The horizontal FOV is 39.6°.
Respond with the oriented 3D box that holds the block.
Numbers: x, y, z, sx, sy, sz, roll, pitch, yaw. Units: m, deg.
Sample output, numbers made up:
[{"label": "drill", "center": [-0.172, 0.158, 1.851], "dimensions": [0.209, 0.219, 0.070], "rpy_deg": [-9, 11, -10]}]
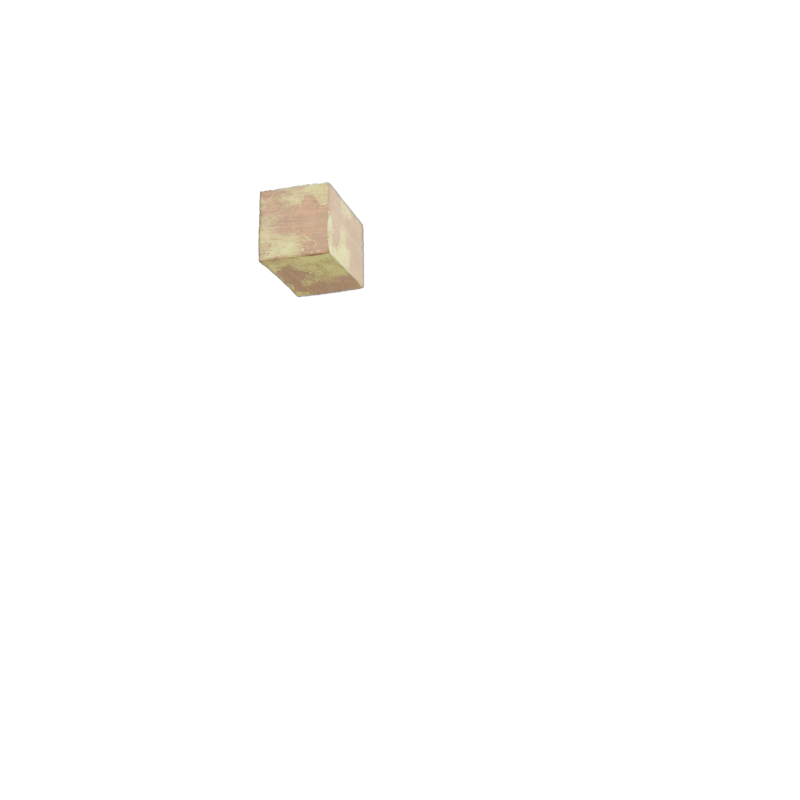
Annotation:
[{"label": "block", "center": [-0.060, -0.110, 0.767], "dimensions": [0.054, 0.054, 0.073], "rpy_deg": [-6, -18, 15]}]
